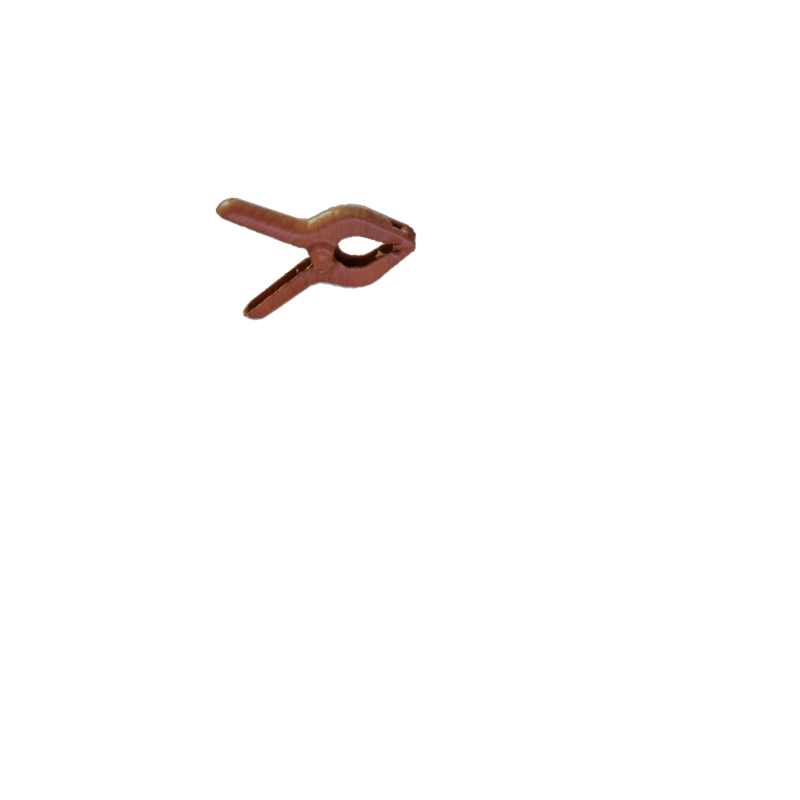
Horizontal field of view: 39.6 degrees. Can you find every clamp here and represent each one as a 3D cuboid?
[{"bbox_3d":[-0.075,-0.137,0.962,0.172,0.111,0.042,-15,36,11],"label":"clamp"}]
